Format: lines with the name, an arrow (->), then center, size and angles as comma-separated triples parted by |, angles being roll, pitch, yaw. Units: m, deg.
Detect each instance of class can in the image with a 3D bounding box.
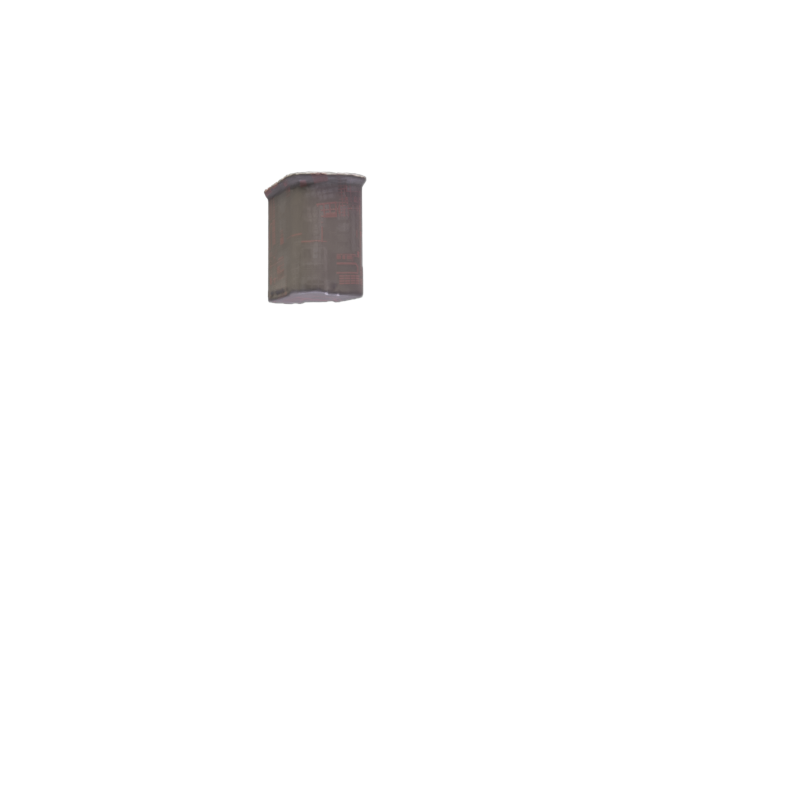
can -> -0.062, -0.112, 0.788 | 0.056, 0.085, 0.103 | 1, -2, -19
